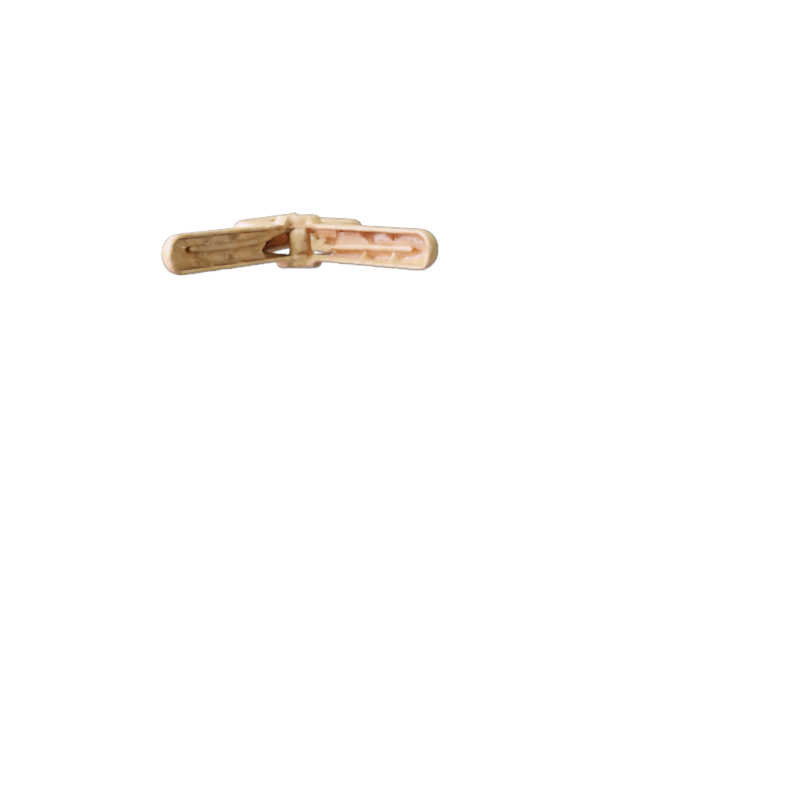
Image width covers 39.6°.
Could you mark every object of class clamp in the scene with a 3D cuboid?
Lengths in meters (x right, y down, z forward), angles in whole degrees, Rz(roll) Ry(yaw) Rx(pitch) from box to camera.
[{"bbox_3d":[-0.058,-0.106,0.745,0.165,0.036,0.213,1,12,3],"label":"clamp"}]
